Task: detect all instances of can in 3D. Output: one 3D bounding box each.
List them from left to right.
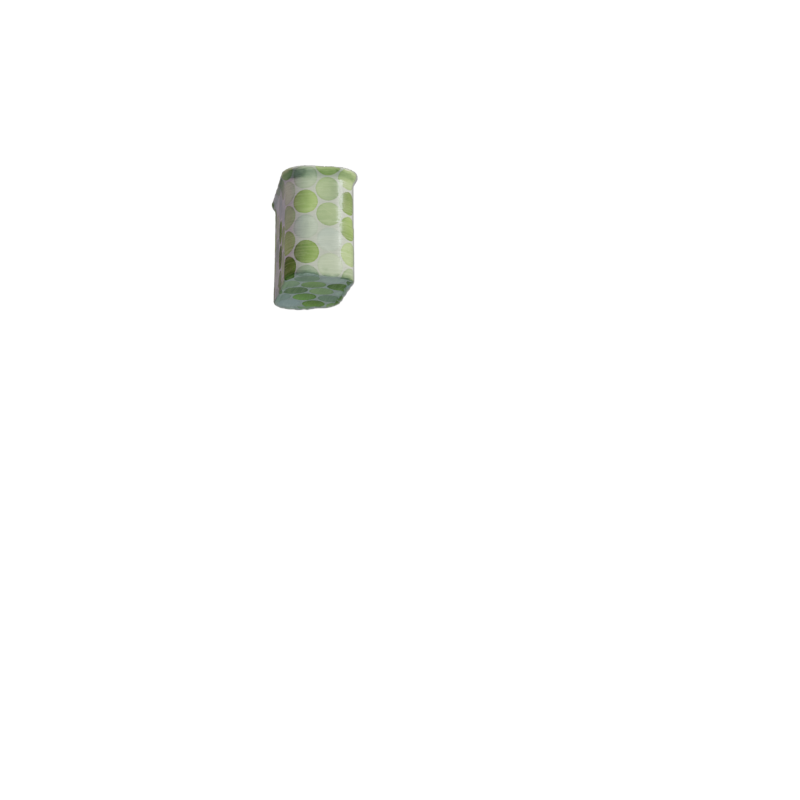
[{"bbox_3d":[-0.066,-0.120,0.842,0.057,0.087,0.100,2,-14,-12],"label":"can"}]
